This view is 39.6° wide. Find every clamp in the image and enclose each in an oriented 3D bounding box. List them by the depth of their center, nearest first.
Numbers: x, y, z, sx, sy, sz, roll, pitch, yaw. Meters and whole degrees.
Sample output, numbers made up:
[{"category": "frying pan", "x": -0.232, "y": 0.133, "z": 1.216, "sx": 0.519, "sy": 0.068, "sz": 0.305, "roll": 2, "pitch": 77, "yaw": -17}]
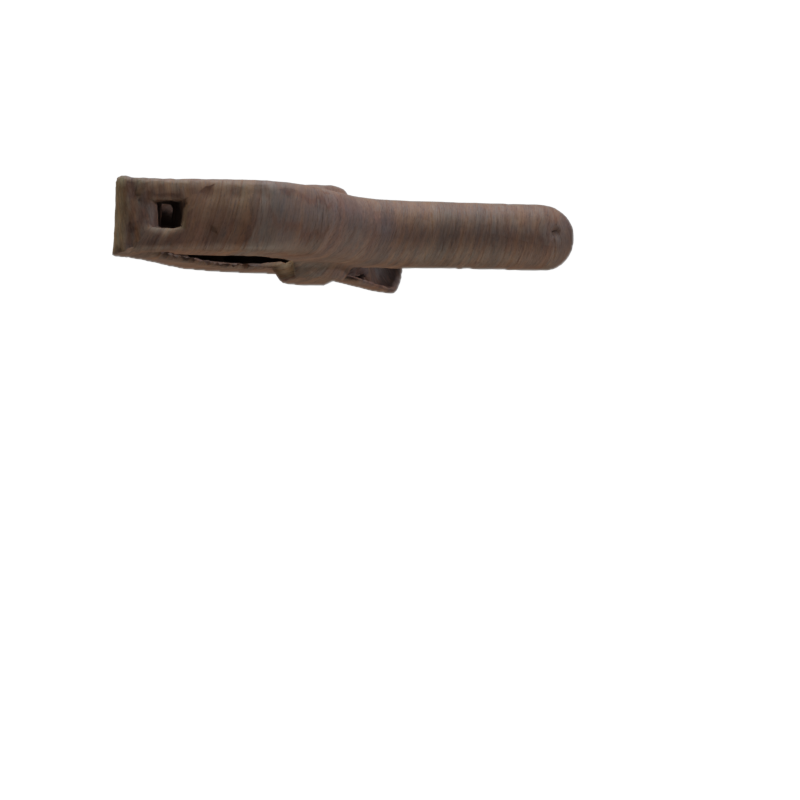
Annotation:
[{"category": "clamp", "x": -0.034, "y": -0.062, "z": 0.435, "sx": 0.165, "sy": 0.040, "sz": 0.121, "roll": 4, "pitch": -9, "yaw": -26}]
